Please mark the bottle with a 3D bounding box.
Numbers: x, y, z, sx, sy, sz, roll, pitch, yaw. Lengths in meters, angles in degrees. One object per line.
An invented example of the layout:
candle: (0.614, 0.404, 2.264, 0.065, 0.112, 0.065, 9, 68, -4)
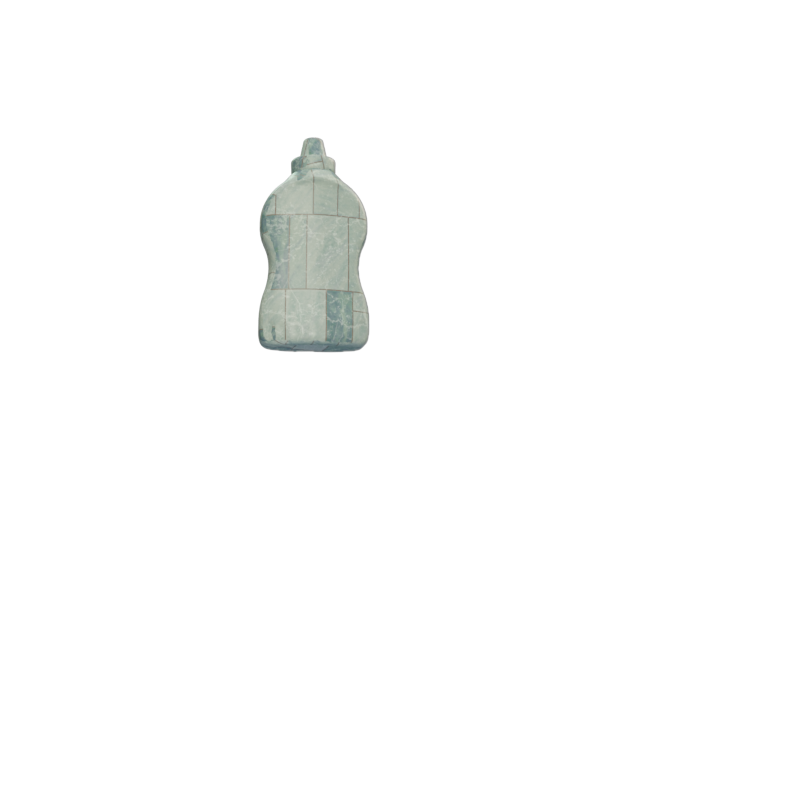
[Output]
bottle: (-0.077, -0.141, 0.986, 0.095, 0.198, 0.057, 0, -13, -5)
